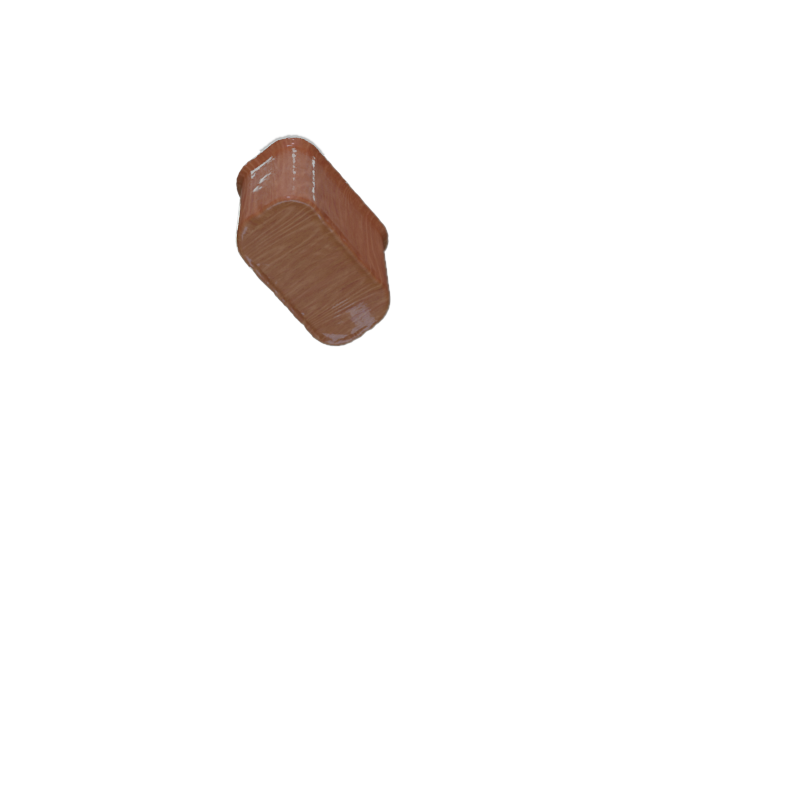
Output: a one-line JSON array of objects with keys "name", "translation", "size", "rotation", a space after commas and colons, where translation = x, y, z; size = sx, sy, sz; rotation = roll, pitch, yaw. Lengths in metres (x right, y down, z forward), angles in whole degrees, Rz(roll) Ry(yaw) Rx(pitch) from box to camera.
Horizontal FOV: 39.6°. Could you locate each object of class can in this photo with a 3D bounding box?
[{"name": "can", "translation": [-0.050, -0.092, 0.643], "size": [0.057, 0.096, 0.089], "rotation": [-35, 25, 17]}]
